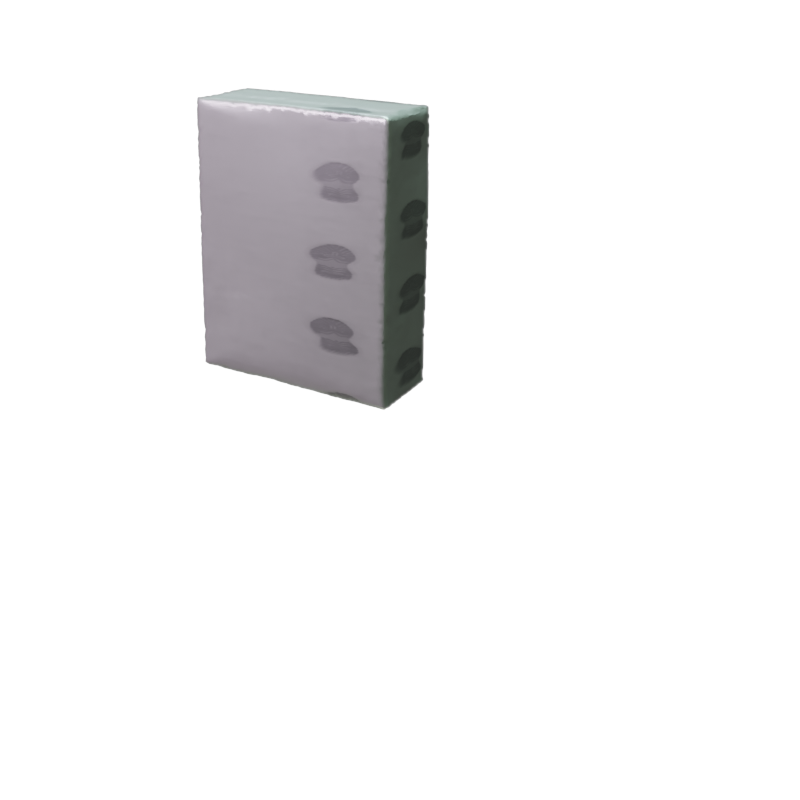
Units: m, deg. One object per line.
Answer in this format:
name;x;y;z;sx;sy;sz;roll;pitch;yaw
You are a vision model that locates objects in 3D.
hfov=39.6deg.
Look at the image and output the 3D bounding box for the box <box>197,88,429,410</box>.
box;-0.065;-0.118;0.827;0.172;0.205;0.071;13;21;29
